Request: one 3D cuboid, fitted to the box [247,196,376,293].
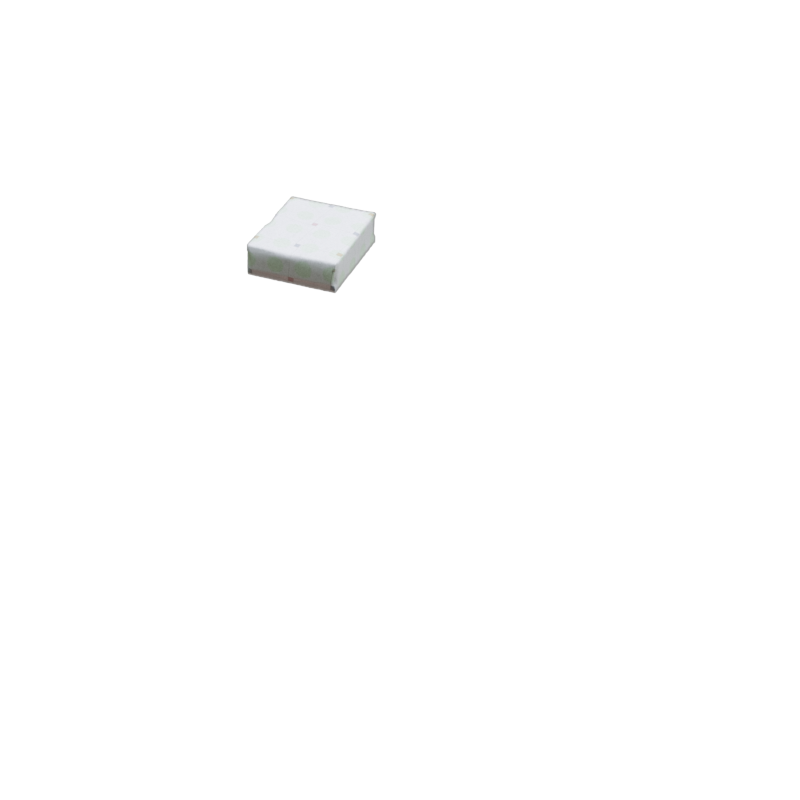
[{"bbox_3d":[-0.067,-0.122,0.854,0.075,0.028,0.092,13,37,17],"label":"box"}]
